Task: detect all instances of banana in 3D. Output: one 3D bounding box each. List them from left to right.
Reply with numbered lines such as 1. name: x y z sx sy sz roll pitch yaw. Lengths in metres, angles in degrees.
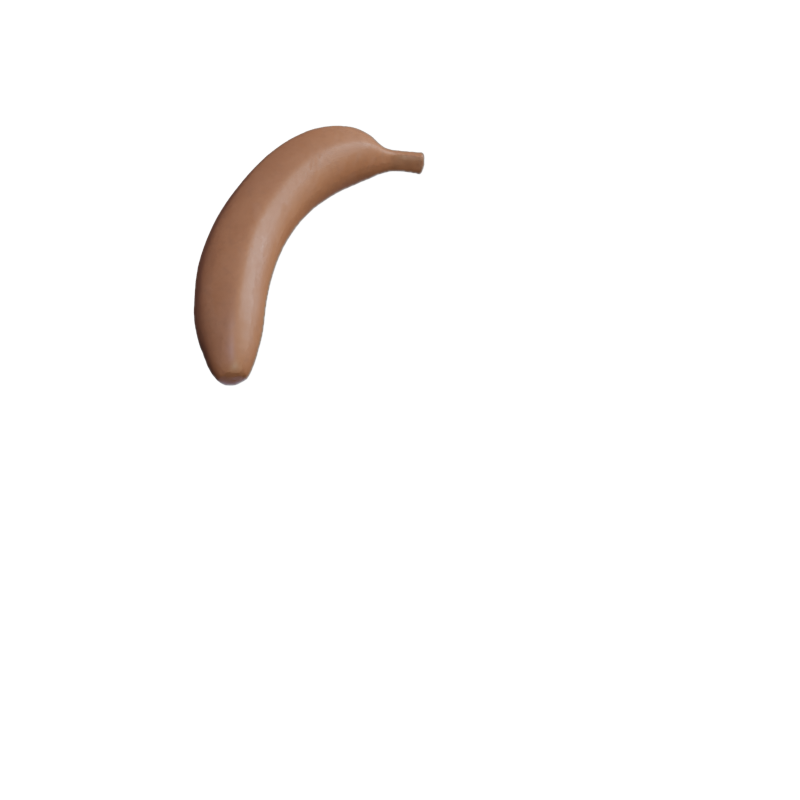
1. banana: -0.058 -0.090 0.567 0.072 0.034 0.204 21 50 18
